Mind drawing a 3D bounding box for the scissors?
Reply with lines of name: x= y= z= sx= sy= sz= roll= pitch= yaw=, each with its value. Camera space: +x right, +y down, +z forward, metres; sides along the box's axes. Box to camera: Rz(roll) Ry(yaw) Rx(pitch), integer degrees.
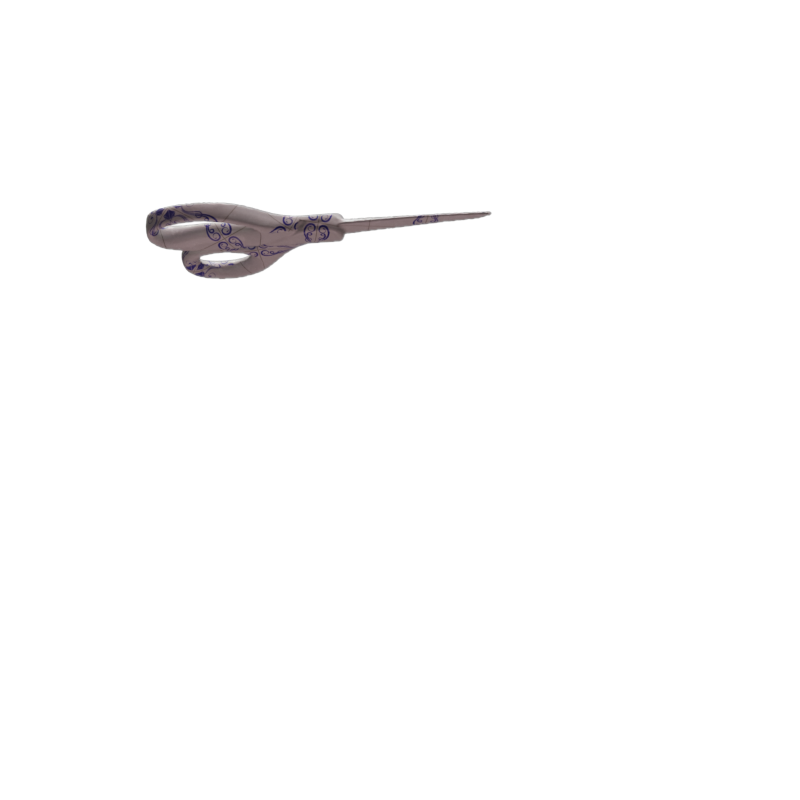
scissors: x=-0.053 y=-0.097 z=0.679 sx=0.200 sy=0.017 sz=0.092 roll=1 pitch=-18 yaw=-4
